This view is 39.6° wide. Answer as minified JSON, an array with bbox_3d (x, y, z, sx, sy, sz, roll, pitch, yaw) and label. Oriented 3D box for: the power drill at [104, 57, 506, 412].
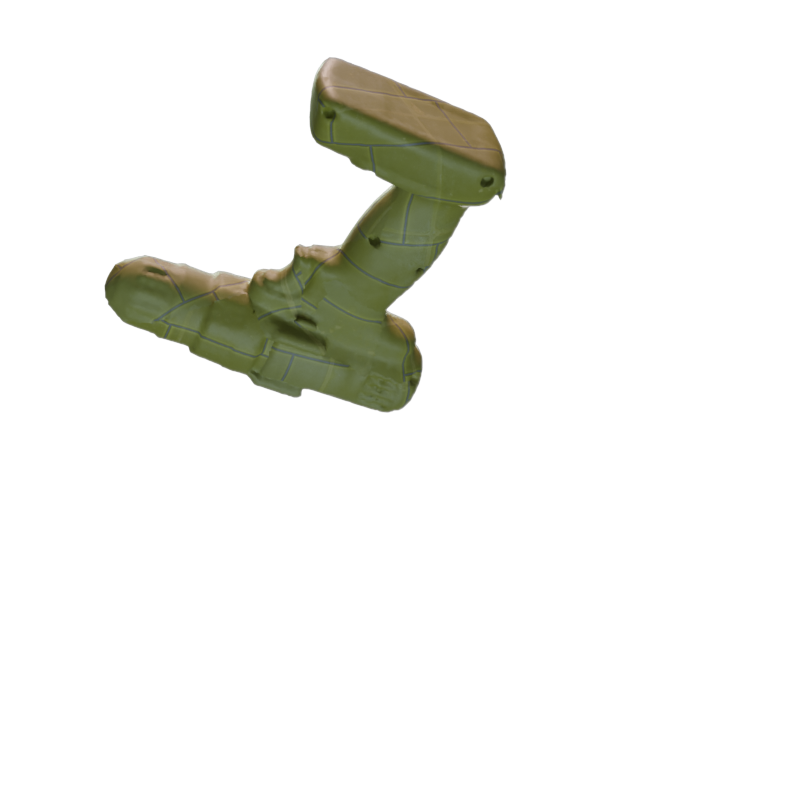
[{"bbox_3d":[-0.046,-0.083,0.583,0.179,0.180,0.062,19,39,-16],"label":"power drill"}]
